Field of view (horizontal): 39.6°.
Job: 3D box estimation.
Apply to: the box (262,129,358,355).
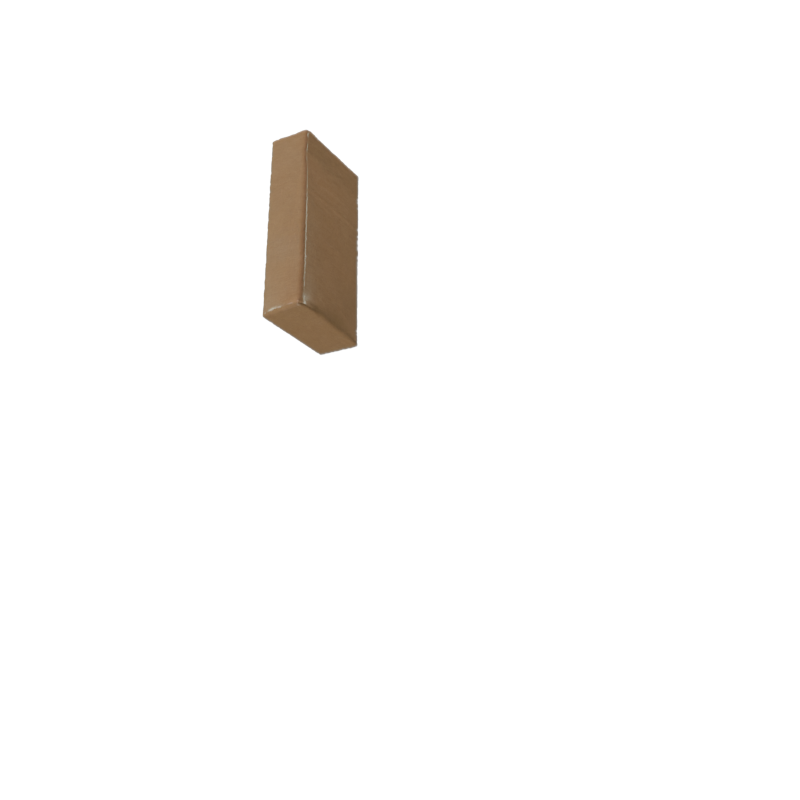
[{"bbox_3d":[-0.077,-0.139,0.977,0.049,0.188,0.087,-18,-33,26],"label":"box"}]
